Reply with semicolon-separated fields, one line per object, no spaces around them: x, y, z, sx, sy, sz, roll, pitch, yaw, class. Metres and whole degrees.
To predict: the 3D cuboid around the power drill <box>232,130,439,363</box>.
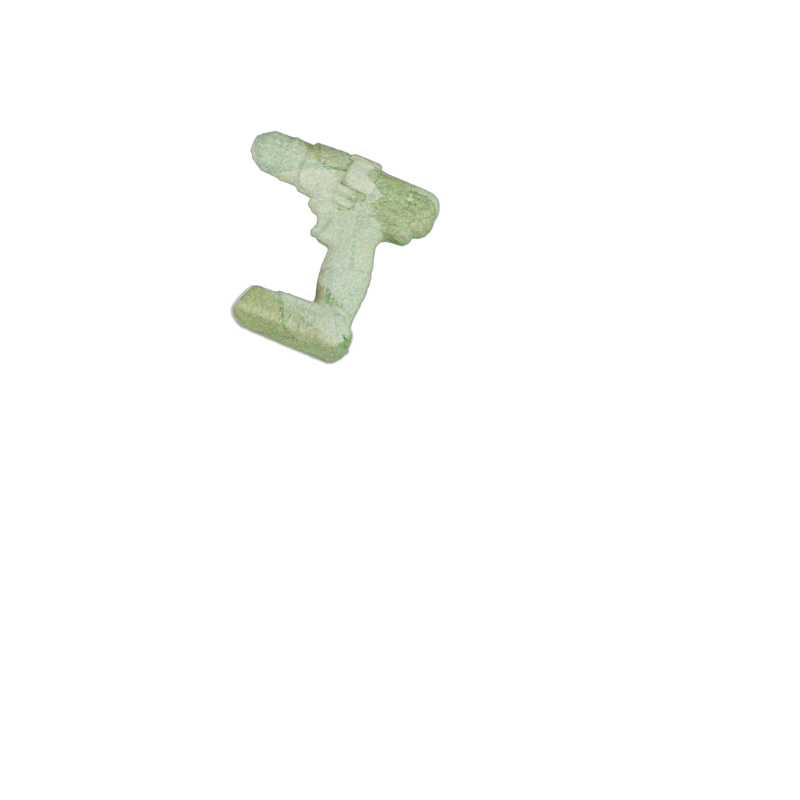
-0.078;-0.142;0.995;0.188;0.194;0.054;22;-21;8;power drill
